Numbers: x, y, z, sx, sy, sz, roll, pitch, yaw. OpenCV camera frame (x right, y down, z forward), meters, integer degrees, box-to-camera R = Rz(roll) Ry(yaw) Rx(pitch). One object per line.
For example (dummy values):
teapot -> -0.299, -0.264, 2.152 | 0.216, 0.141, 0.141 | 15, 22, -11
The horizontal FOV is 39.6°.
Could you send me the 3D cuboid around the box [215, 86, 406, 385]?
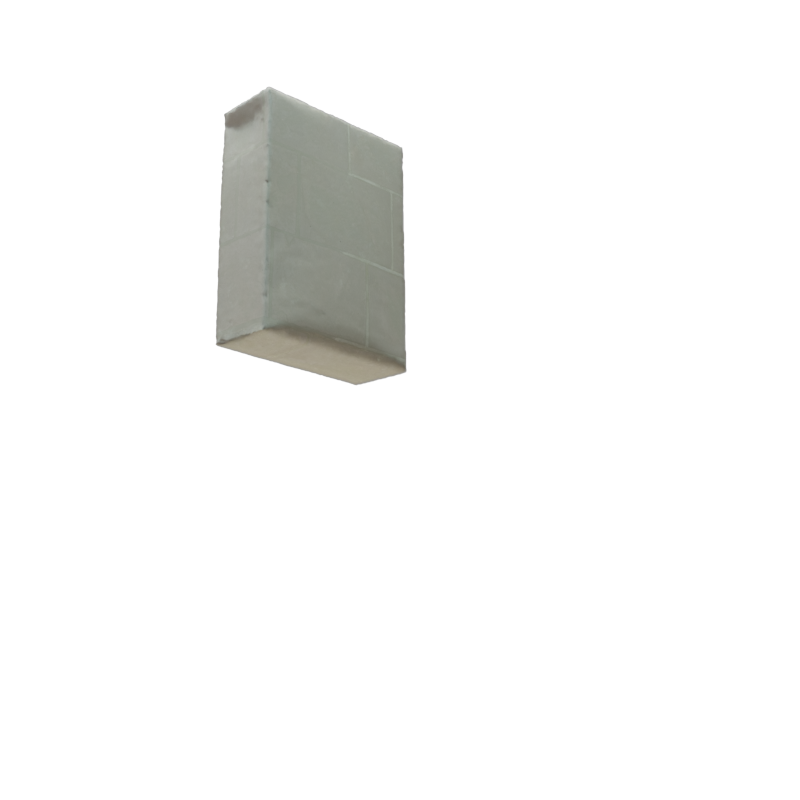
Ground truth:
box -> -0.074, -0.134, 0.941 | 0.155, 0.224, 0.072 | 17, -28, -42
